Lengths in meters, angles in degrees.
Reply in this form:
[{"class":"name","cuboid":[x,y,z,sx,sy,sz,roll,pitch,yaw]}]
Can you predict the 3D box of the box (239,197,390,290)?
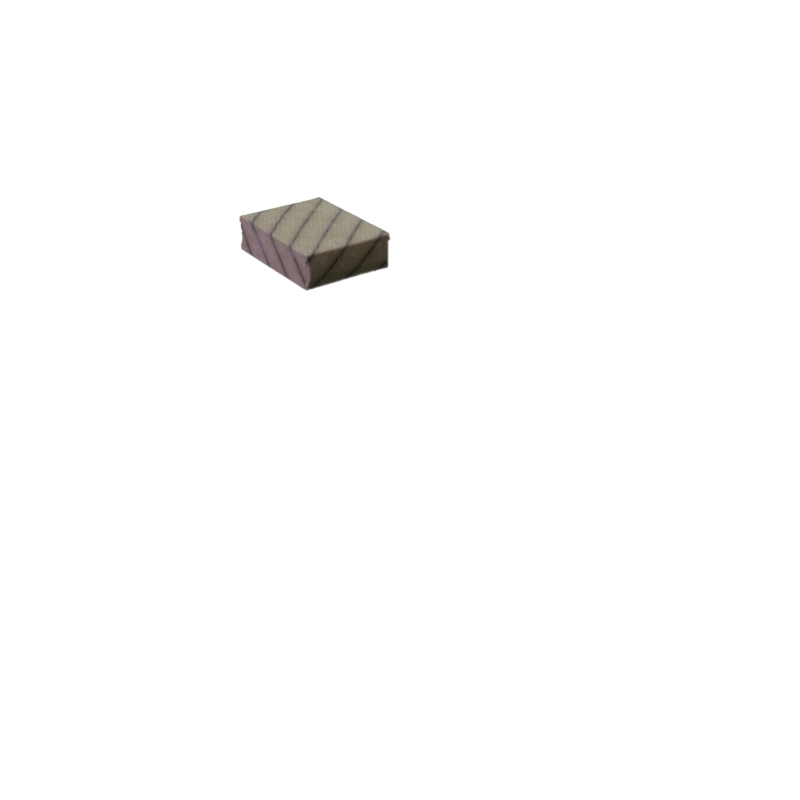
[{"class":"box","cuboid":[-0.078,-0.142,0.991,0.088,0.037,0.121,-18,32,-32]}]
